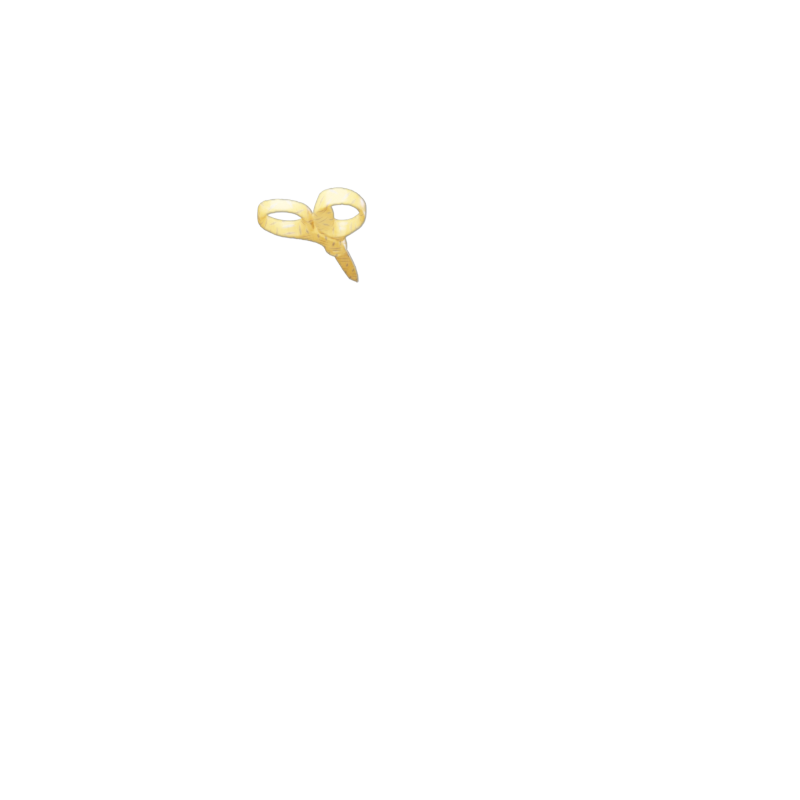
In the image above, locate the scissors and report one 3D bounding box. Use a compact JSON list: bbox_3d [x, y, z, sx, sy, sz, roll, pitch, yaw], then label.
[{"bbox_3d":[-0.073,-0.134,0.938,0.095,0.016,0.195,2,-14,-7],"label":"scissors"}]
